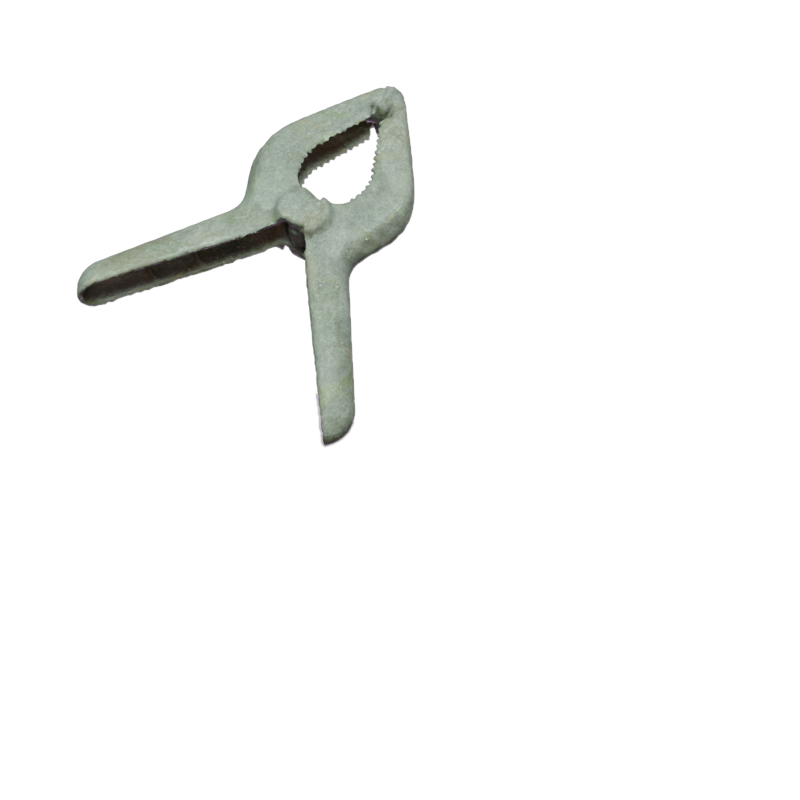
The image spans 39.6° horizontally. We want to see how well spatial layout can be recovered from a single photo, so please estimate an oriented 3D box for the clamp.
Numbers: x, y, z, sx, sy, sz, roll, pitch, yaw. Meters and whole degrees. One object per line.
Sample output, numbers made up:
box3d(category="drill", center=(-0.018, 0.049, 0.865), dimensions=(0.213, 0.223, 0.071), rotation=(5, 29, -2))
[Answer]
box3d(category="clamp", center=(-0.047, -0.086, 0.602), dimensions=(0.172, 0.214, 0.034), rotation=(34, -24, 17))
